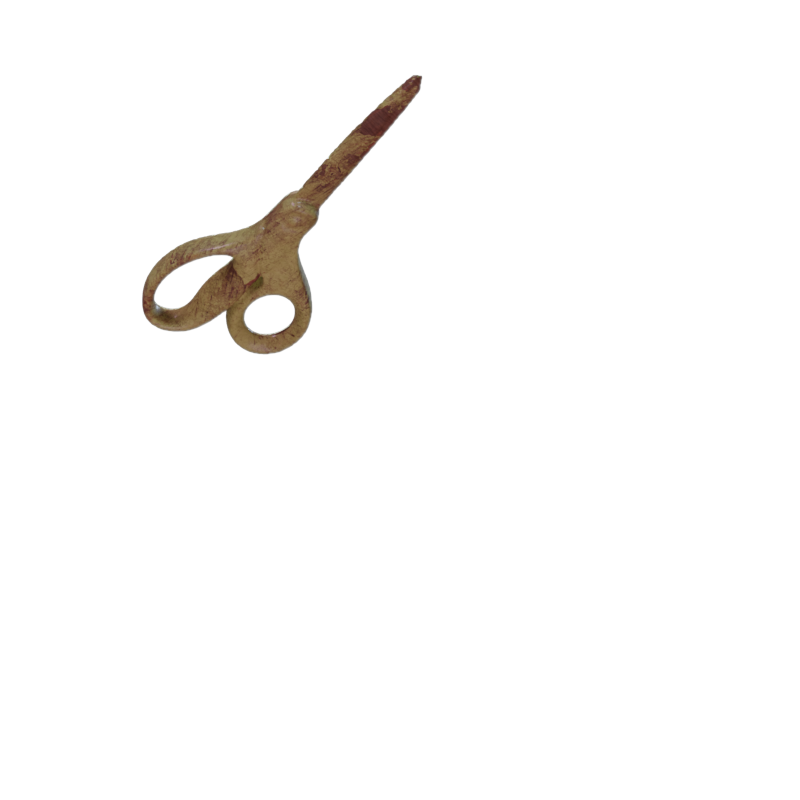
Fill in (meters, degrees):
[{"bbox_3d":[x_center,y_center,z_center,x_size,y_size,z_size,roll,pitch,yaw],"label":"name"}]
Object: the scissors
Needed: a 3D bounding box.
[{"bbox_3d":[-0.043,-0.078,0.545,0.201,0.017,0.090,-27,-47,29],"label":"scissors"}]
